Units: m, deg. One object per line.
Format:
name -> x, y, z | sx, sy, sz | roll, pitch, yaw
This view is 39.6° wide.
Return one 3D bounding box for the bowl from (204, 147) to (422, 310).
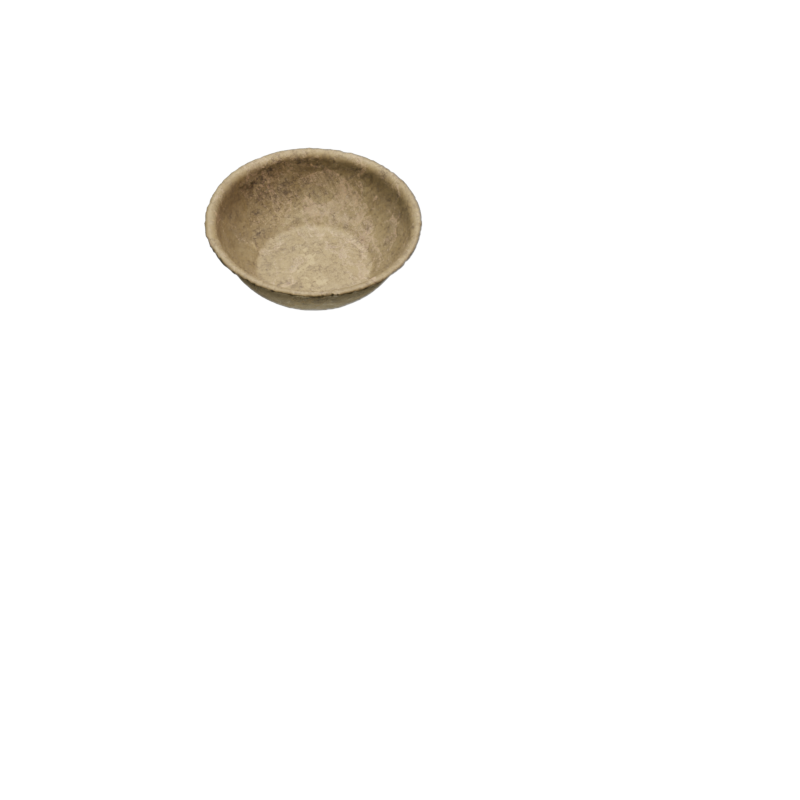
bowl -> -0.066, -0.120, 0.840 | 0.162, 0.174, 0.051 | -1, -42, -1
